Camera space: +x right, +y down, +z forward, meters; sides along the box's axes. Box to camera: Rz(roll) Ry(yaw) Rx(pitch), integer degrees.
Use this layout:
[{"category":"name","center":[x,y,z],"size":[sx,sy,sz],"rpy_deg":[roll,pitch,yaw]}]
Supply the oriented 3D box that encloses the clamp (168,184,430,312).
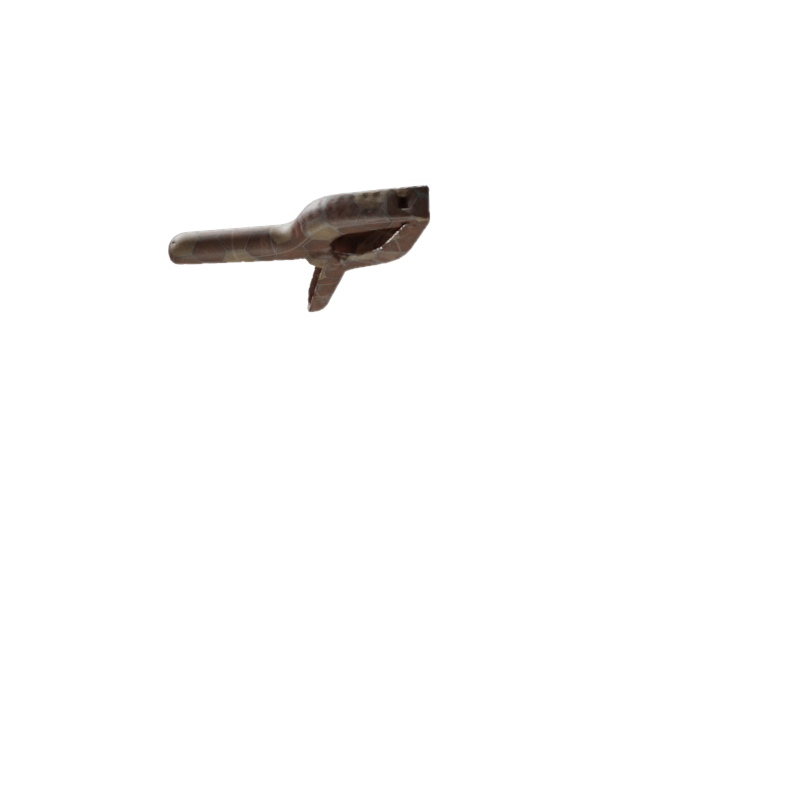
[{"category":"clamp","center":[-0.067,-0.122,0.855],"size":[0.156,0.038,0.211],"rpy_deg":[14,-22,-38]}]
